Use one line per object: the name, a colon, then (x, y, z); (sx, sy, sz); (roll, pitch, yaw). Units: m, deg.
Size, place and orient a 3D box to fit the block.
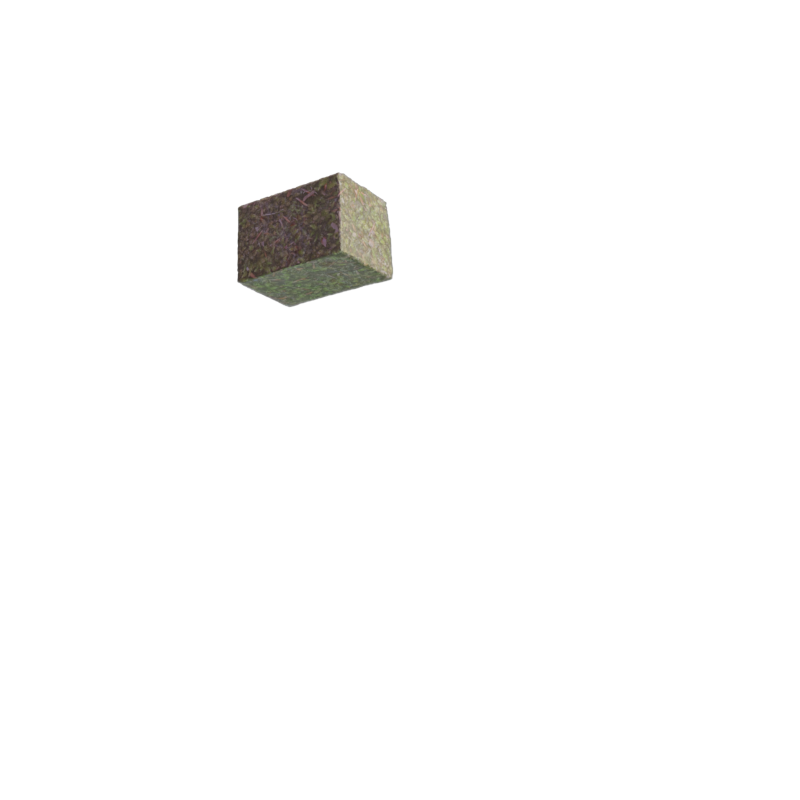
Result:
block: (-0.051, -0.093, 0.653); (0.079, 0.054, 0.049); (-13, -23, 31)
